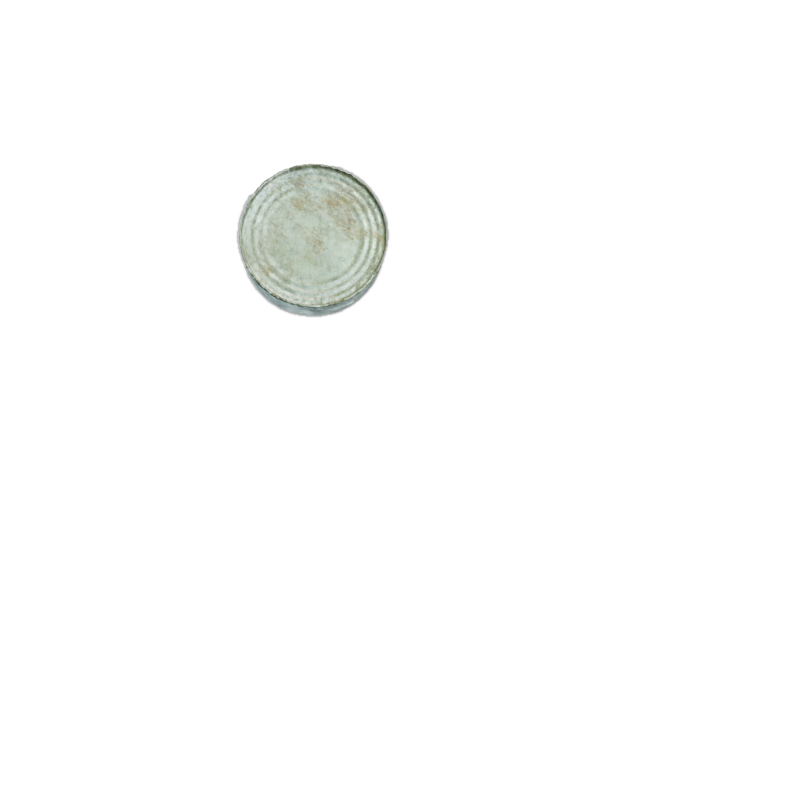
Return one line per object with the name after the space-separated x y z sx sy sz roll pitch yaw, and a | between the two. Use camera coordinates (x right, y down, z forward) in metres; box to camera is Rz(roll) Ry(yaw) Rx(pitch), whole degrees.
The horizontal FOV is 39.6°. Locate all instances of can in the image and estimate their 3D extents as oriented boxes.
-0.051 -0.093 0.650 0.086 0.089 0.032 0 -14 -1 | can
